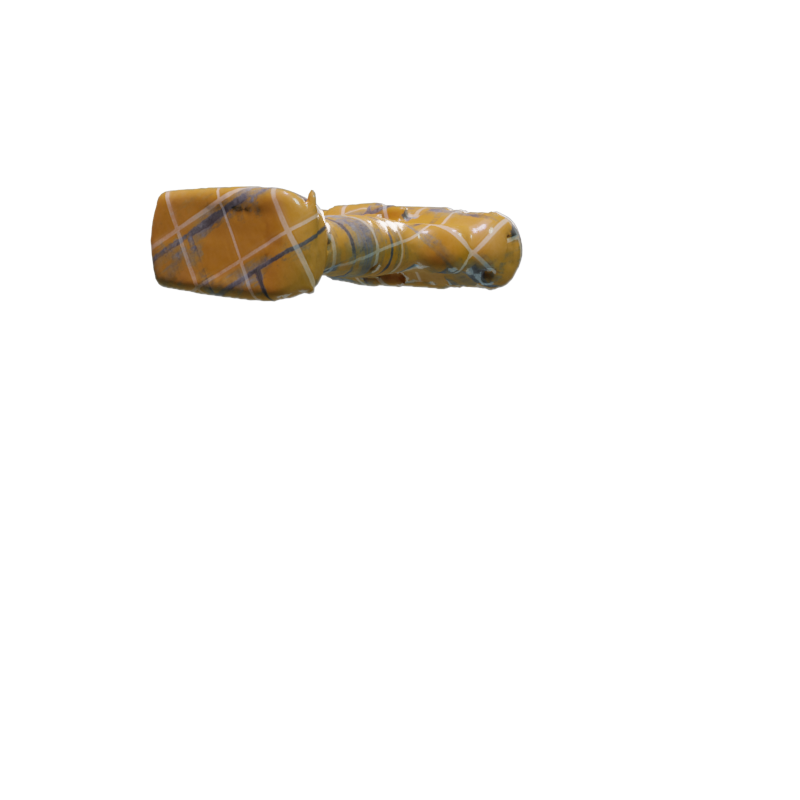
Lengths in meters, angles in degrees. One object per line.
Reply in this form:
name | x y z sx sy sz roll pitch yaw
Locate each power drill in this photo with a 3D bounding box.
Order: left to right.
power drill | -0.050 -0.091 0.641 0.192 0.057 0.182 6 10 38
